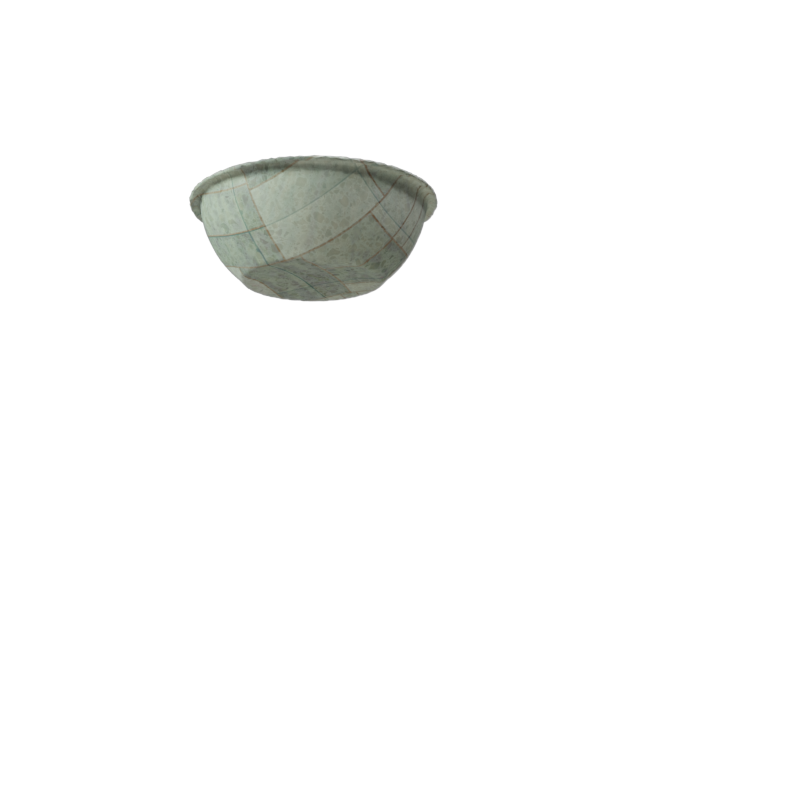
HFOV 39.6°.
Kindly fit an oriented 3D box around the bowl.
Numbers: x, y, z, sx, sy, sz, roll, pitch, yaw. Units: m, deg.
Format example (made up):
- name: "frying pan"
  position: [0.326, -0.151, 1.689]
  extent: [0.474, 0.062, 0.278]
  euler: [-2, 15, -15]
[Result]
- name: "bowl"
  position: [-0.056, -0.102, 0.716]
  extent: [0.162, 0.057, 0.156]
  euler: [0, -13, -2]
